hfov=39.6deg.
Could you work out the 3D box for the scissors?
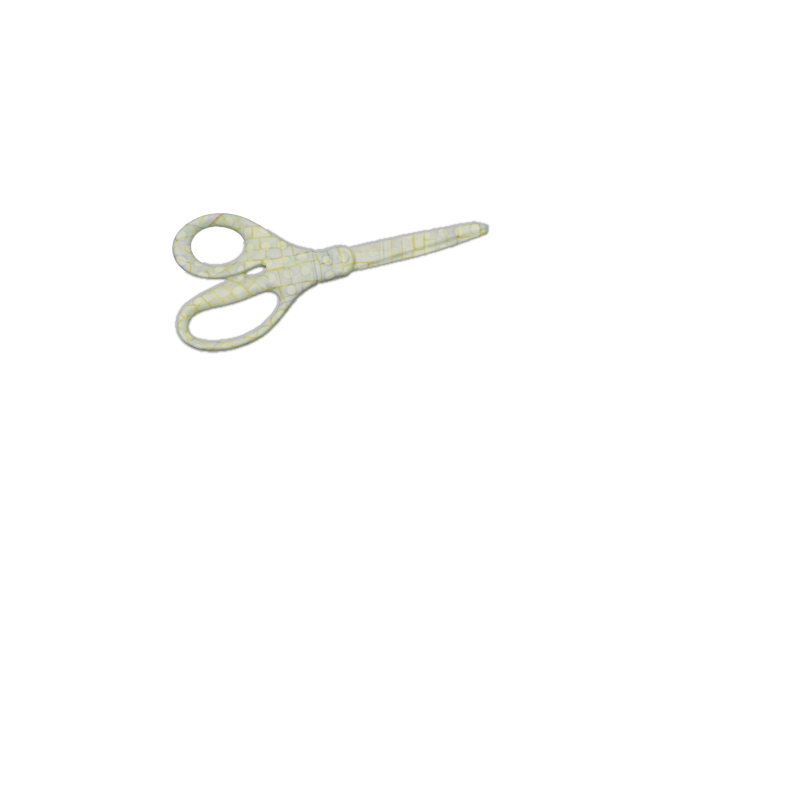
[{"bbox_3d":[-0.054,-0.099,0.695,0.201,0.100,0.015,-29,-16,-9],"label":"scissors"}]
